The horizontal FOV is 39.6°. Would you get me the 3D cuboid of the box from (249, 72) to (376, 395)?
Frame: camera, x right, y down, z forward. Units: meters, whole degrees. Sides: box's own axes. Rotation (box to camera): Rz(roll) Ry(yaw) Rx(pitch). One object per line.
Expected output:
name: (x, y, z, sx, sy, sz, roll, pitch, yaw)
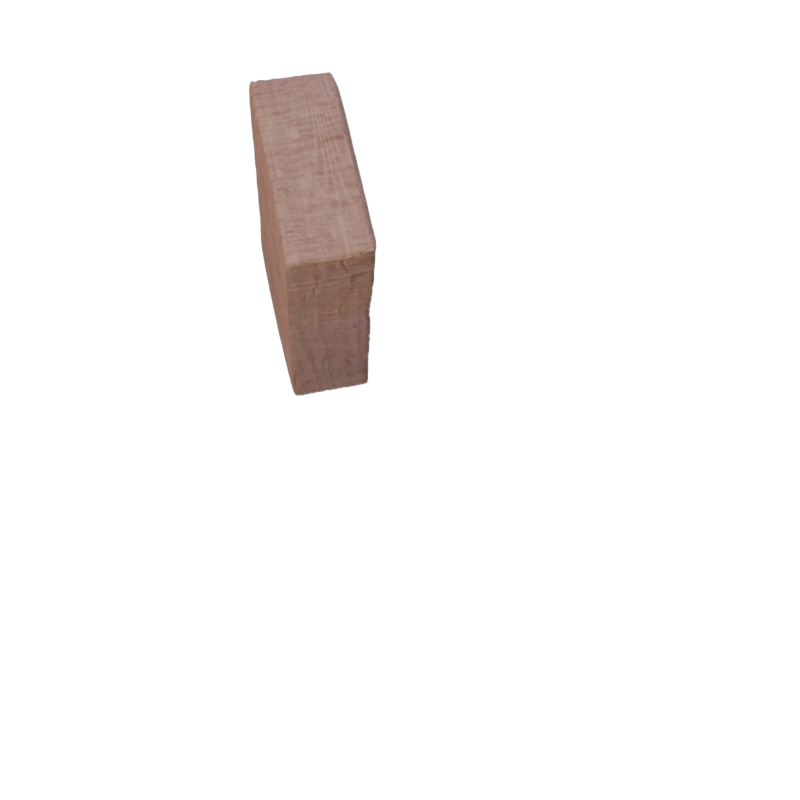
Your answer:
box: (-0.068, -0.124, 0.865, 0.071, 0.175, 0.201, -9, -27, -9)
